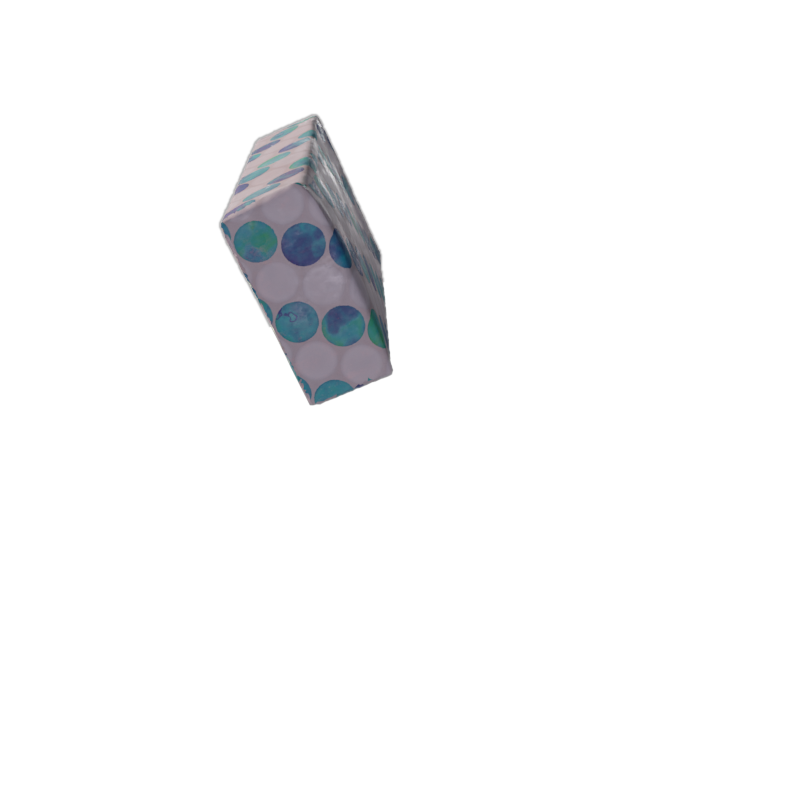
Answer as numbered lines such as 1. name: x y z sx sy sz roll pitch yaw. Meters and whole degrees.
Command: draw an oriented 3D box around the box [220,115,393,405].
1. box: -0.043 -0.077 0.543 0.048 0.089 0.184 -24 20 5
